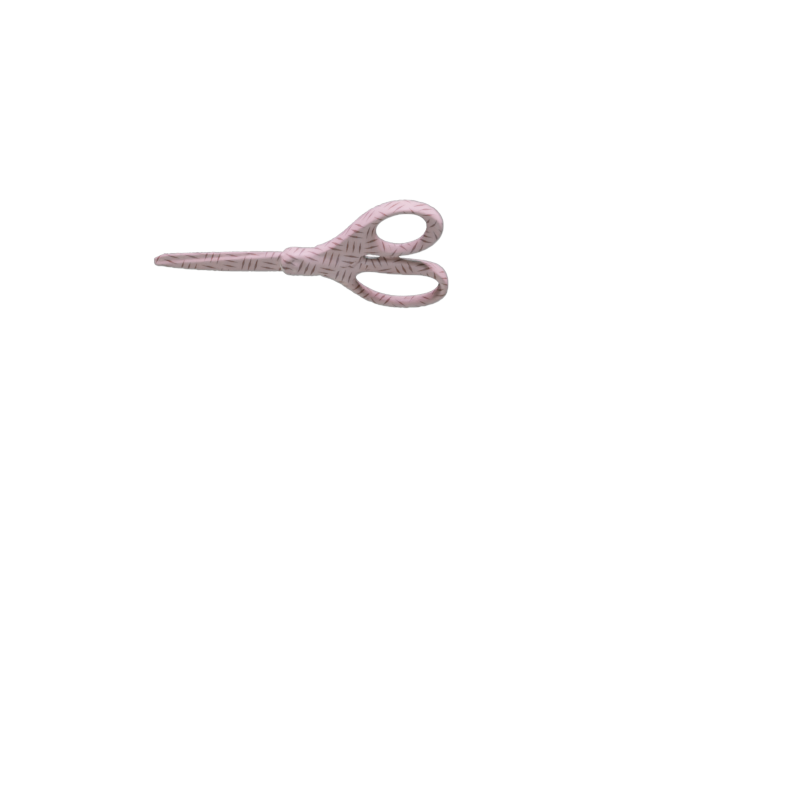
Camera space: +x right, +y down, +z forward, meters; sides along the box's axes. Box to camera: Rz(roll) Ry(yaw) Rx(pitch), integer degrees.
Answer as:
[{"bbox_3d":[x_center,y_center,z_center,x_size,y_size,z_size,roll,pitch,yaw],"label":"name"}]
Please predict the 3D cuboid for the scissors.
[{"bbox_3d":[-0.059,-0.107,0.749,0.198,0.091,0.017,12,40,-10],"label":"scissors"}]
